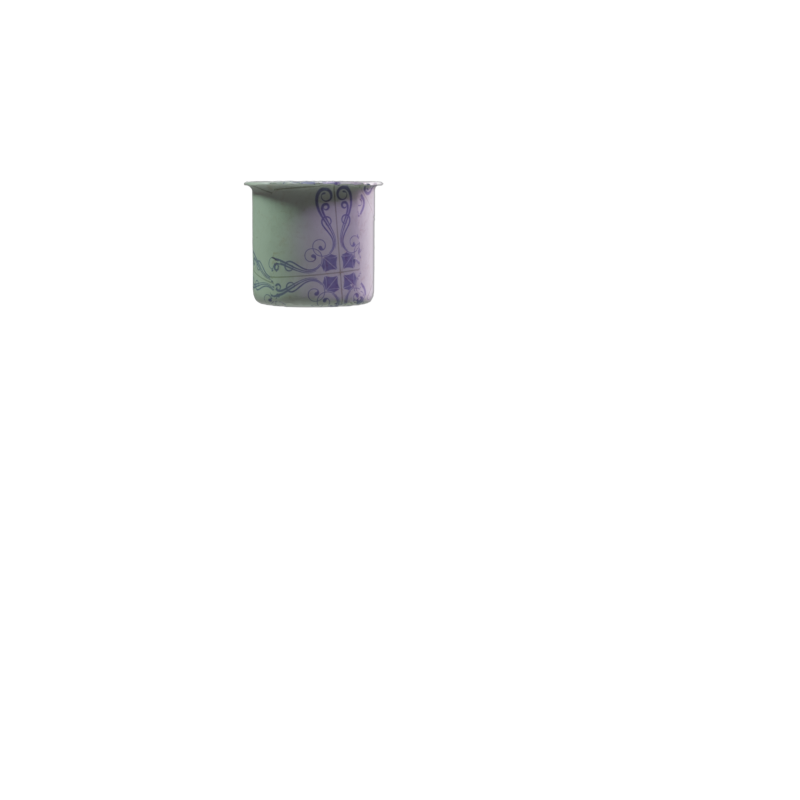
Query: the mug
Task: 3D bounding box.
[{"bbox_3d":[-0.059,-0.108,0.755,0.093,0.081,0.119,0,8,-4],"label":"mug"}]
